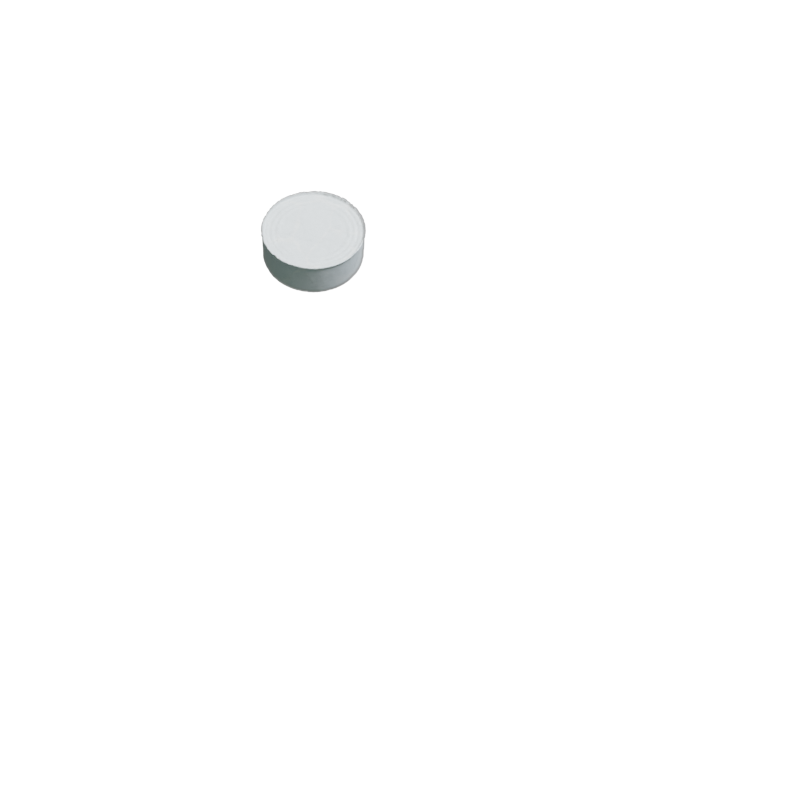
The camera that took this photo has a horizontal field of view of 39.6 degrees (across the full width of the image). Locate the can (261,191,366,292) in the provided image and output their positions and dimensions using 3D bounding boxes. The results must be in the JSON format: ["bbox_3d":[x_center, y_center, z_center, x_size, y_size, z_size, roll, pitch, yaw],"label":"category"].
[{"bbox_3d":[-0.072,-0.131,0.920,0.086,0.092,0.031,-1,-38,-1],"label":"can"}]
